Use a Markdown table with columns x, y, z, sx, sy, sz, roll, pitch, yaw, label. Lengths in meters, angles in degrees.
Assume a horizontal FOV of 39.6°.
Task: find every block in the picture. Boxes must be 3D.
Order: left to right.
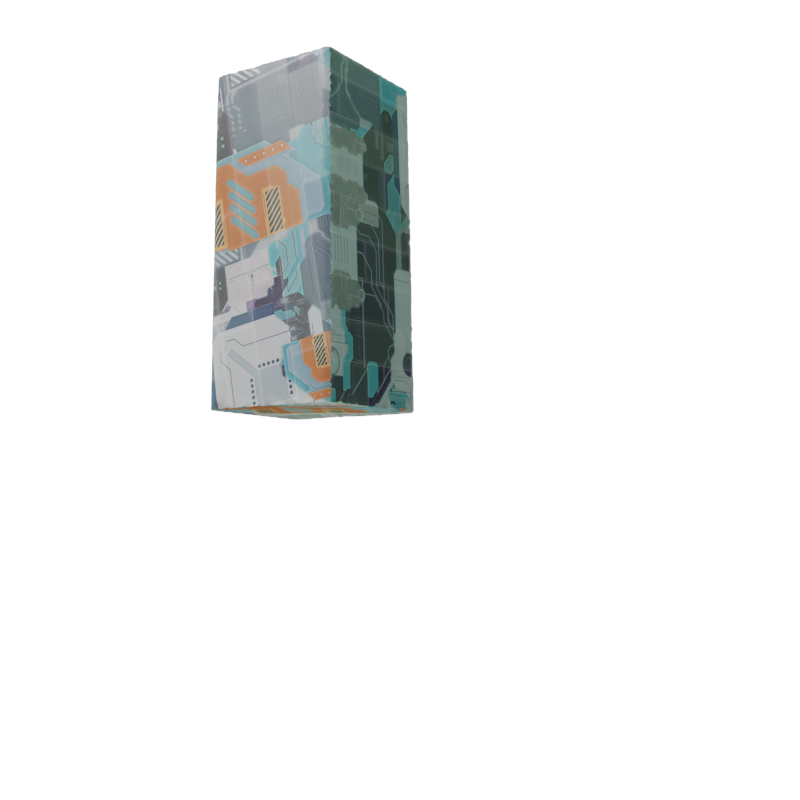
| x | y | z | sx | sy | sz | roll | pitch | yaw | label |
| --- | --- | --- | --- | --- | --- | --- | --- | --- | --- |
| -0.053 | -0.097 | 0.678 | 0.092 | 0.213 | 0.086 | -9 | -14 | 32 | block |
